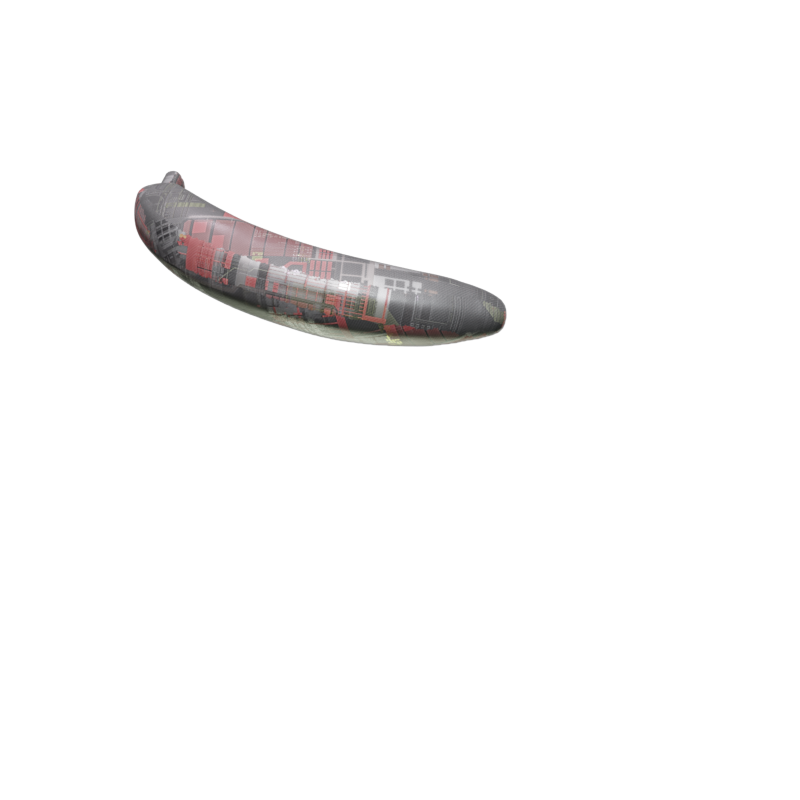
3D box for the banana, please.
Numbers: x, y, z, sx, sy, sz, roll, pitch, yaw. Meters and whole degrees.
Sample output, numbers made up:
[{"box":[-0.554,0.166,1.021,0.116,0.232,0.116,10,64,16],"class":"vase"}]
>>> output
[{"box":[-0.053,-0.063,0.493,0.209,0.034,0.071,26,47,27],"class":"banana"}]
